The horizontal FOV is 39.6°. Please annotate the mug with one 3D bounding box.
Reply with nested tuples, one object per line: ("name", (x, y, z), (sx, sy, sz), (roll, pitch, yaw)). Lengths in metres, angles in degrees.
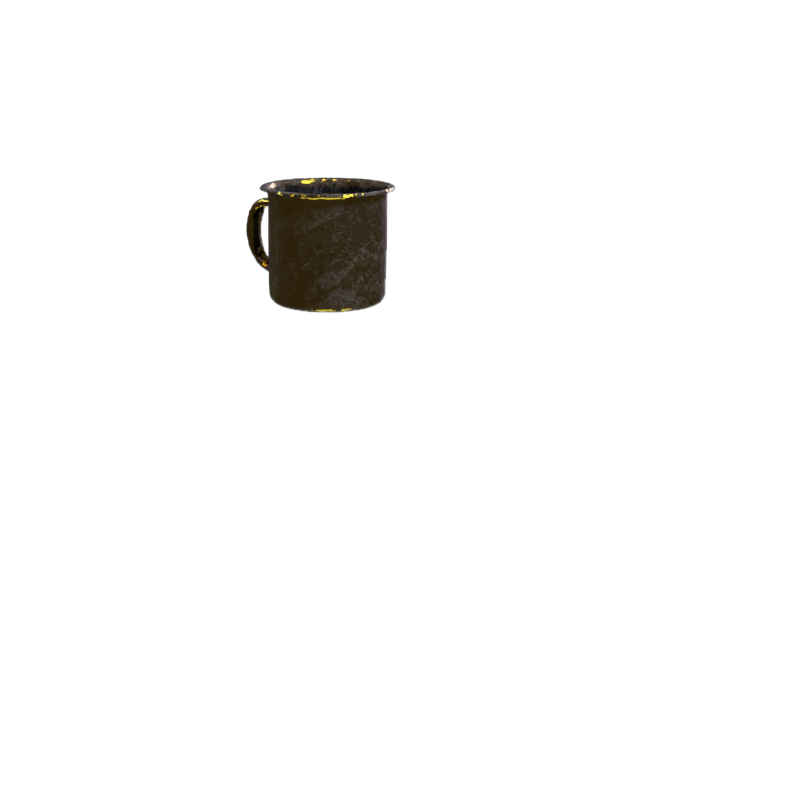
("mug", (-0.060, -0.110, 0.773), (0.122, 0.079, 0.092), (10, 18, 32))
